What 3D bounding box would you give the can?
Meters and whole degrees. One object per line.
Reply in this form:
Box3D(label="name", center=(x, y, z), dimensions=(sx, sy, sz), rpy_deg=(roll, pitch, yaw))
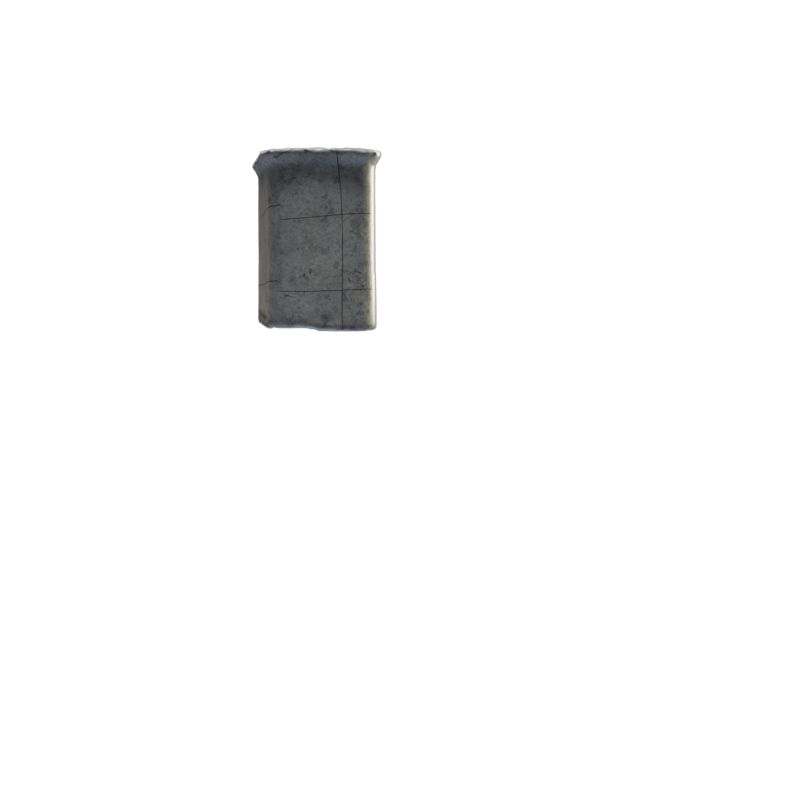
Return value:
Box3D(label="can", center=(-0.043, -0.078, 0.548), dimensions=(0.057, 0.084, 0.103), rpy_deg=(0, 4, -10))
